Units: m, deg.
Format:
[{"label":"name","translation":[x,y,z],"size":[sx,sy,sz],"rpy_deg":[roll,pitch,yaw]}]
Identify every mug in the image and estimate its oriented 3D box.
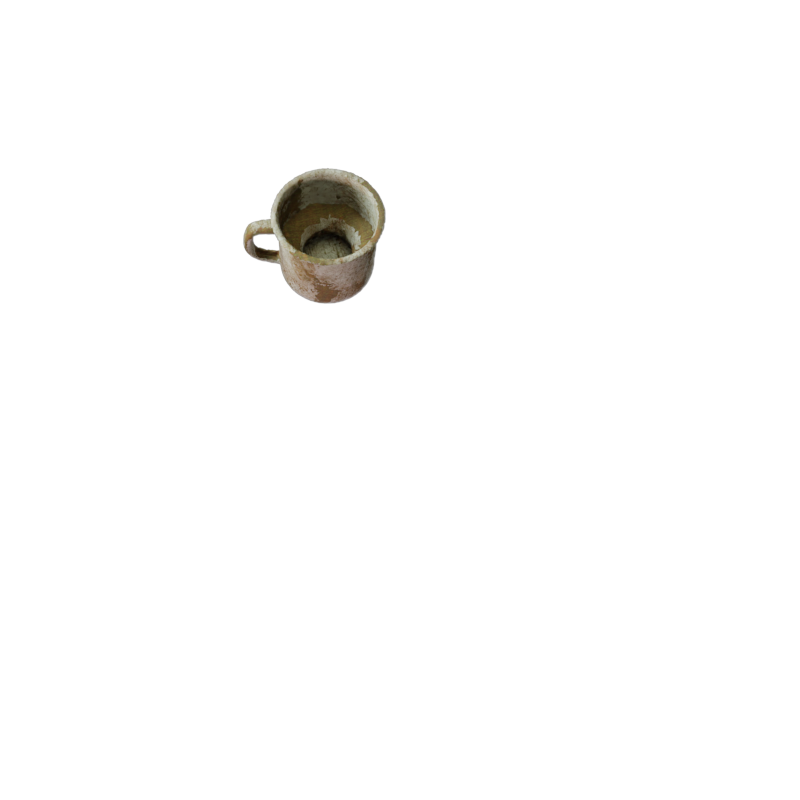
[{"label":"mug","translation":[-0.073,-0.132,0.928],"size":[0.117,0.099,0.077],"rpy_deg":[-4,-28,-3]}]
